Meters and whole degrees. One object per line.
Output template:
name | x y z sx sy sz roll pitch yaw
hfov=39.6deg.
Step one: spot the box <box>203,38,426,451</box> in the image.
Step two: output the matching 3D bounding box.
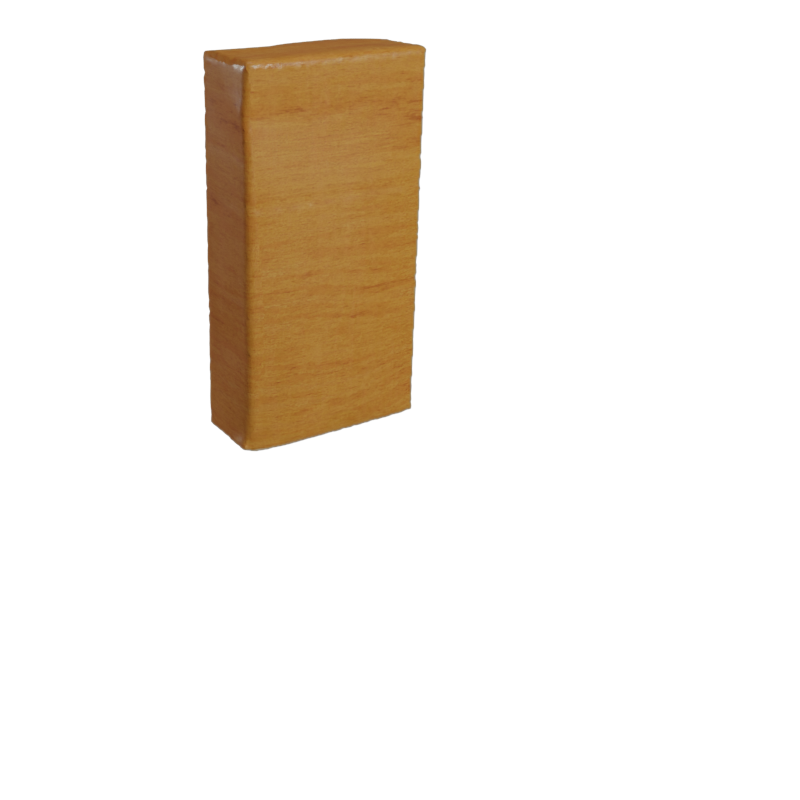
box | -0.039 -0.072 0.500 0.091 0.169 0.051 -11 21 -33
